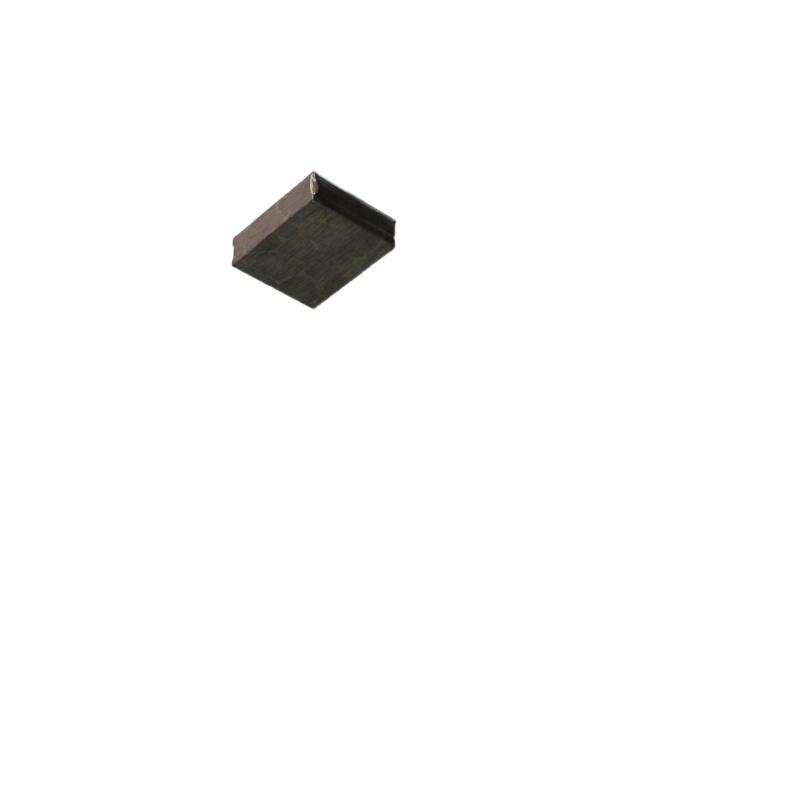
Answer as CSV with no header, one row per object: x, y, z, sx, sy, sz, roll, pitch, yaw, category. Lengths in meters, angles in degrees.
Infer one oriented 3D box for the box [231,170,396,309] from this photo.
-0.058,-0.106,0.744,0.069,0.032,0.088,28,-46,-32,box
